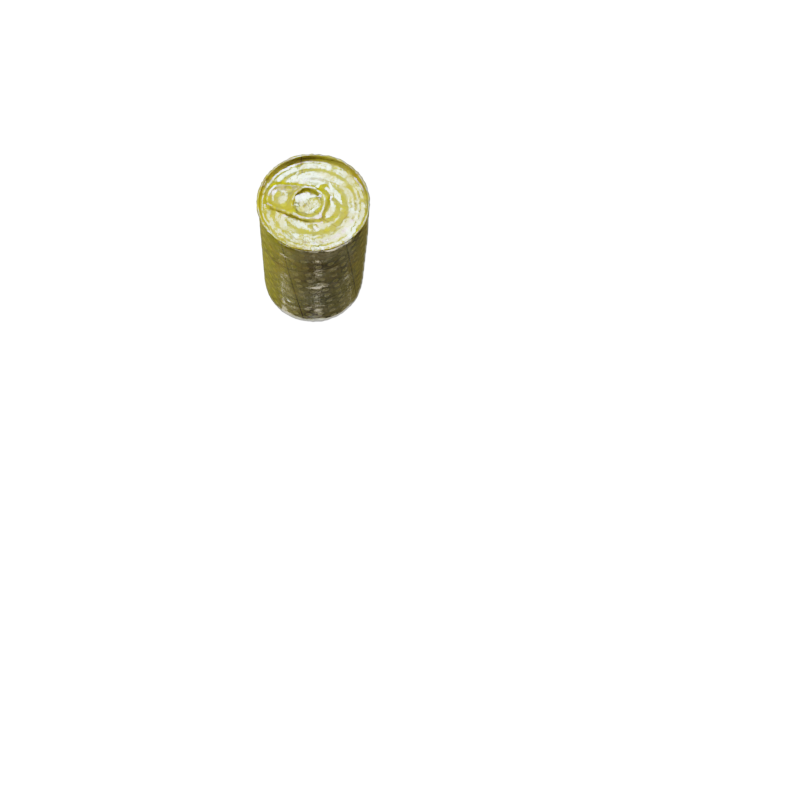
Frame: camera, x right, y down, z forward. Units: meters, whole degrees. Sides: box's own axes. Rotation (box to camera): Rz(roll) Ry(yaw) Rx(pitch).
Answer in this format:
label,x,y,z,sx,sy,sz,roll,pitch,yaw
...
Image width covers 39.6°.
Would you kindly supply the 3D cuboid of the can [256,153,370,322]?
label,x,y,z,sx,sy,sz,roll,pitch,yaw
can,-0.055,-0.100,0.703,0.068,0.073,0.097,0,-24,-3
